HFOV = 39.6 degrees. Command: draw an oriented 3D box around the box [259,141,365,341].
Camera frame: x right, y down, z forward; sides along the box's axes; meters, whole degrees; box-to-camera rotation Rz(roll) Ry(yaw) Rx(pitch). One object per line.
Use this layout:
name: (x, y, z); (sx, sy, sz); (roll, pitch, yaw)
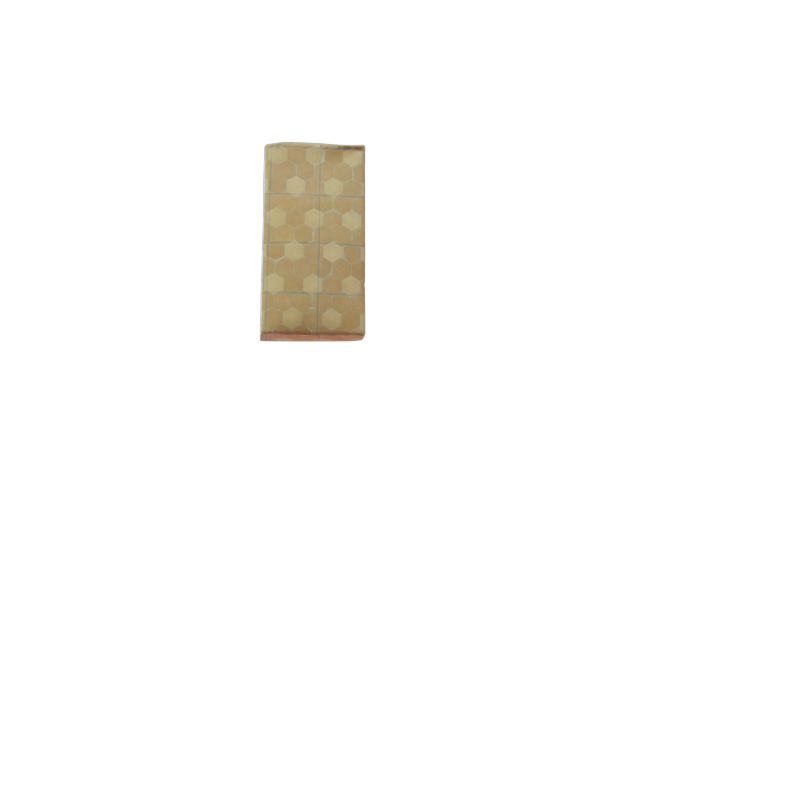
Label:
box: (-0.078, -0.141, 0.989); (0.093, 0.181, 0.047); (0, -12, -5)
